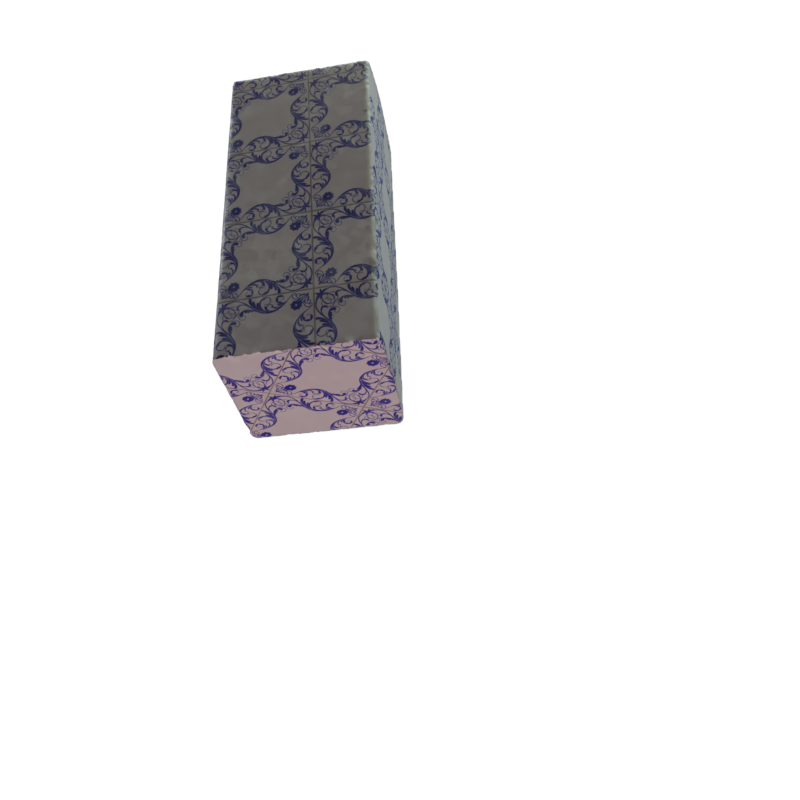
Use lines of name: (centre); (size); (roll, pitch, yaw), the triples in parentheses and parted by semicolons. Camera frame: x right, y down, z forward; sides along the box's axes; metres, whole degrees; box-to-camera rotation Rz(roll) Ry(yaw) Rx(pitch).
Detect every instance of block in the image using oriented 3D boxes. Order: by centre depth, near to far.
block: (-0.051, -0.094, 0.659); (0.091, 0.221, 0.083); (-8, -35, 7)
